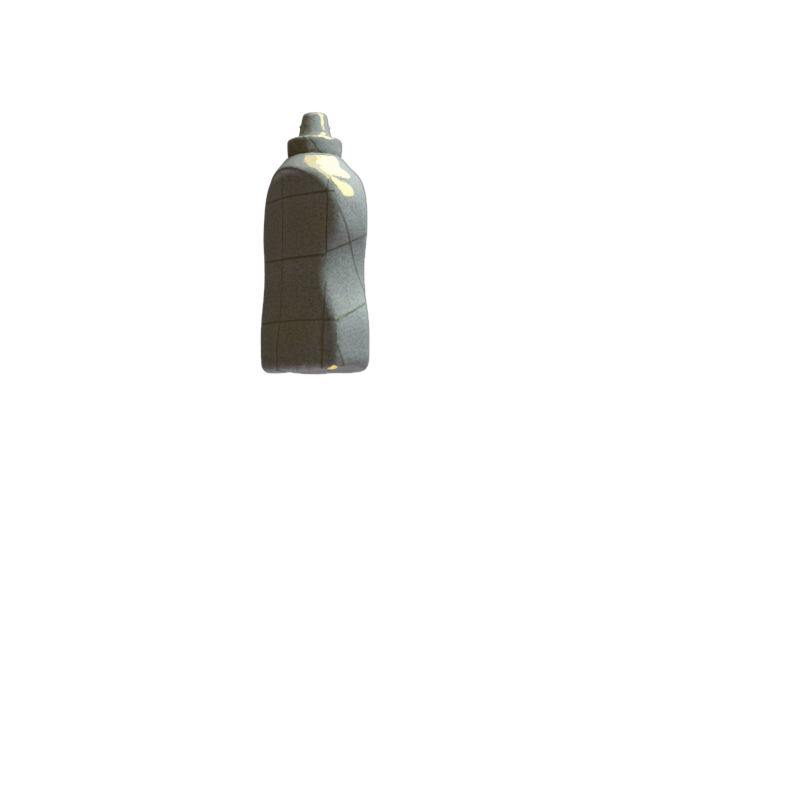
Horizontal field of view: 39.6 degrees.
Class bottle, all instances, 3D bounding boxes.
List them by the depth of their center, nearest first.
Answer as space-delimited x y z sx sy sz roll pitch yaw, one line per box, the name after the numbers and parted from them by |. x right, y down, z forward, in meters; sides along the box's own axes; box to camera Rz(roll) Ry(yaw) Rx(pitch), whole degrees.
-0.063 -0.116 0.813 0.056 0.195 0.098 5 -8 -37 | bottle
